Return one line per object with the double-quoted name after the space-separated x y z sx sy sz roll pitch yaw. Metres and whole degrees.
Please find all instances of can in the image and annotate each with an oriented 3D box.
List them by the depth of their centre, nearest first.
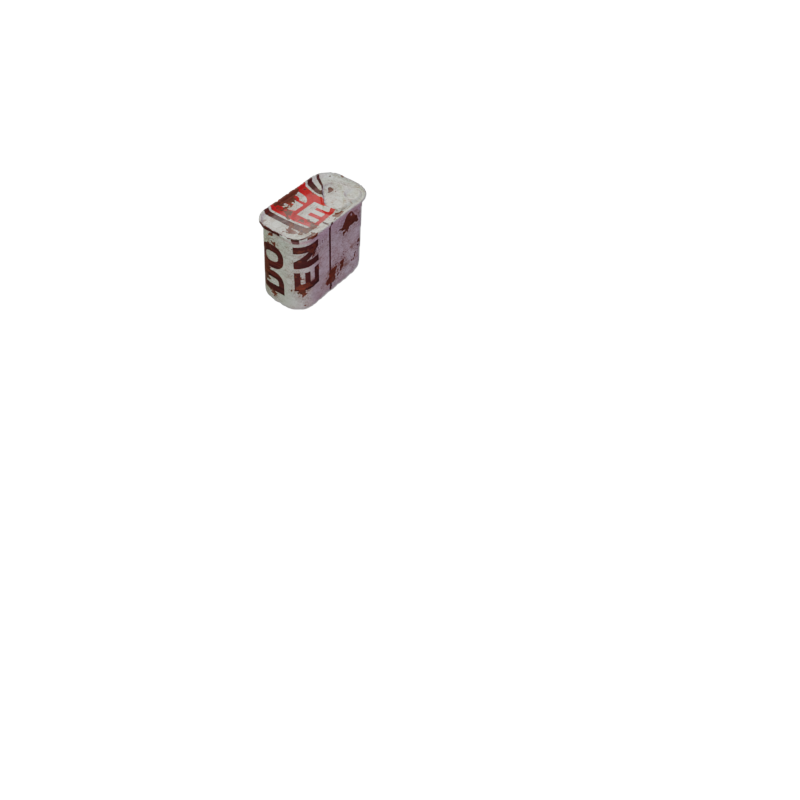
-0.078 -0.142 0.992 0.061 0.078 0.103 28 49 25 "can"
